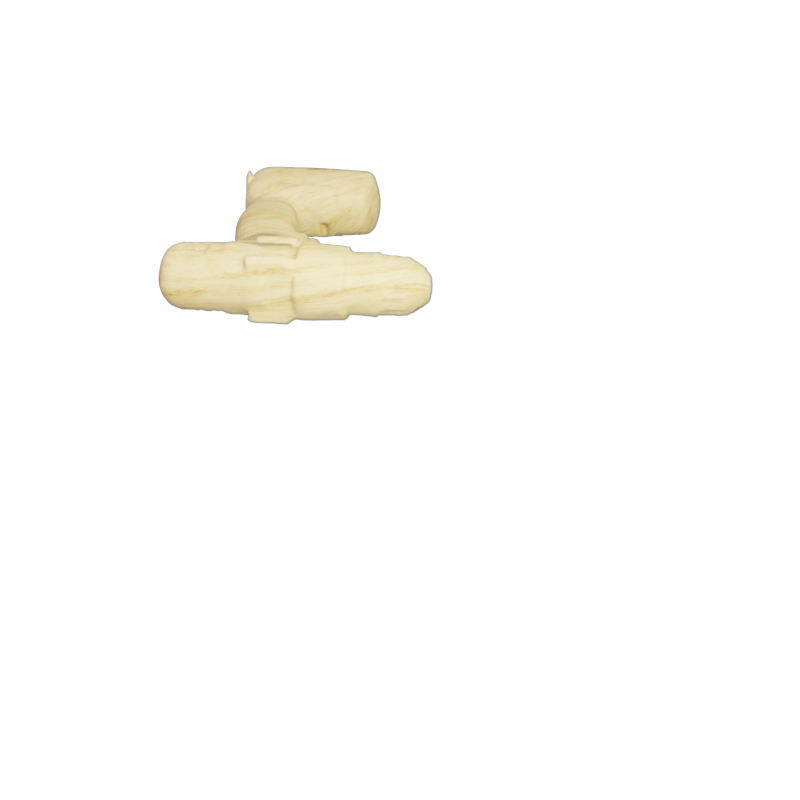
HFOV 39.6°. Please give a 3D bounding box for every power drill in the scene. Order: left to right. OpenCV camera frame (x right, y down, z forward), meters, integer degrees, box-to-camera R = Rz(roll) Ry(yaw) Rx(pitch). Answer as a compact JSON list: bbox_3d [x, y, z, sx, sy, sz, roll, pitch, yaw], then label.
[{"bbox_3d":[-0.063,-0.114,0.802,0.187,0.054,0.195,4,28,8],"label":"power drill"}]
